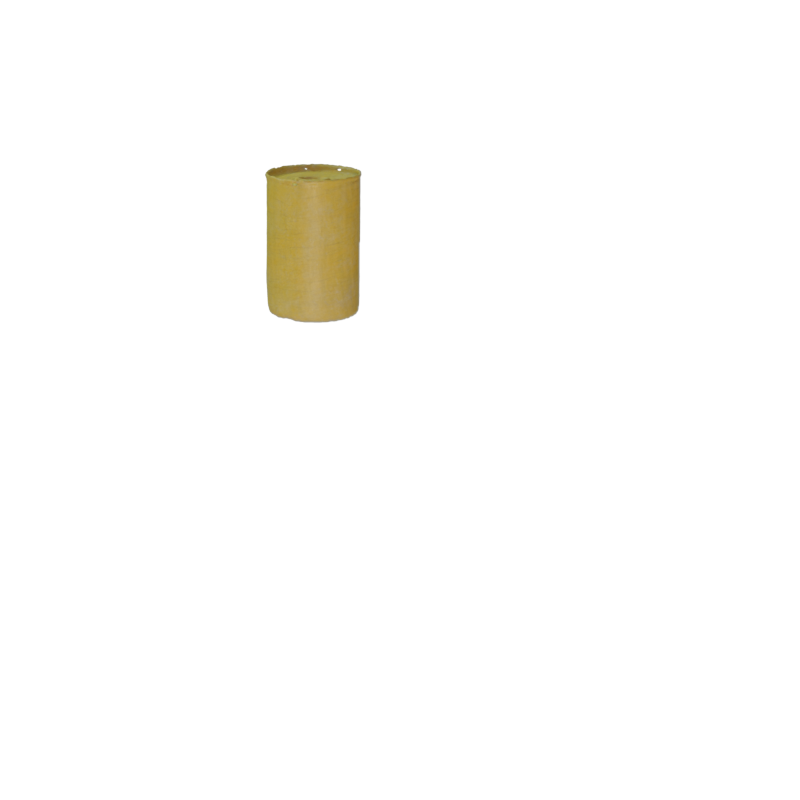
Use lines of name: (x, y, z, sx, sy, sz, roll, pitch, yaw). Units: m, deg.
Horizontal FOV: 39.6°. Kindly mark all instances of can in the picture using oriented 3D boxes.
can: (-0.062, -0.113, 0.794, 0.068, 0.099, 0.071, 0, 16, -2)
